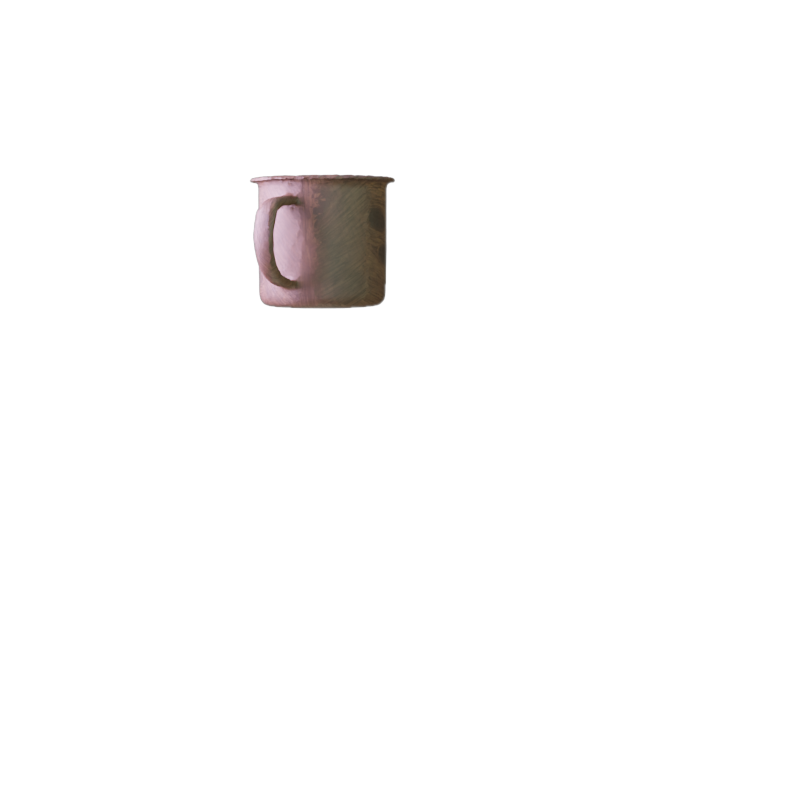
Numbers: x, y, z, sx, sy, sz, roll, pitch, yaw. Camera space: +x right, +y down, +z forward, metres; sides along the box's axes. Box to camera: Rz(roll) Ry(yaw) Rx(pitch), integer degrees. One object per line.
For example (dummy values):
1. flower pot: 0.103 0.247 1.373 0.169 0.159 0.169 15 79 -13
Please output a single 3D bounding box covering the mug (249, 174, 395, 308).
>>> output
1. mug: -0.055 -0.100 0.702 0.096 0.081 0.114 3 6 26
